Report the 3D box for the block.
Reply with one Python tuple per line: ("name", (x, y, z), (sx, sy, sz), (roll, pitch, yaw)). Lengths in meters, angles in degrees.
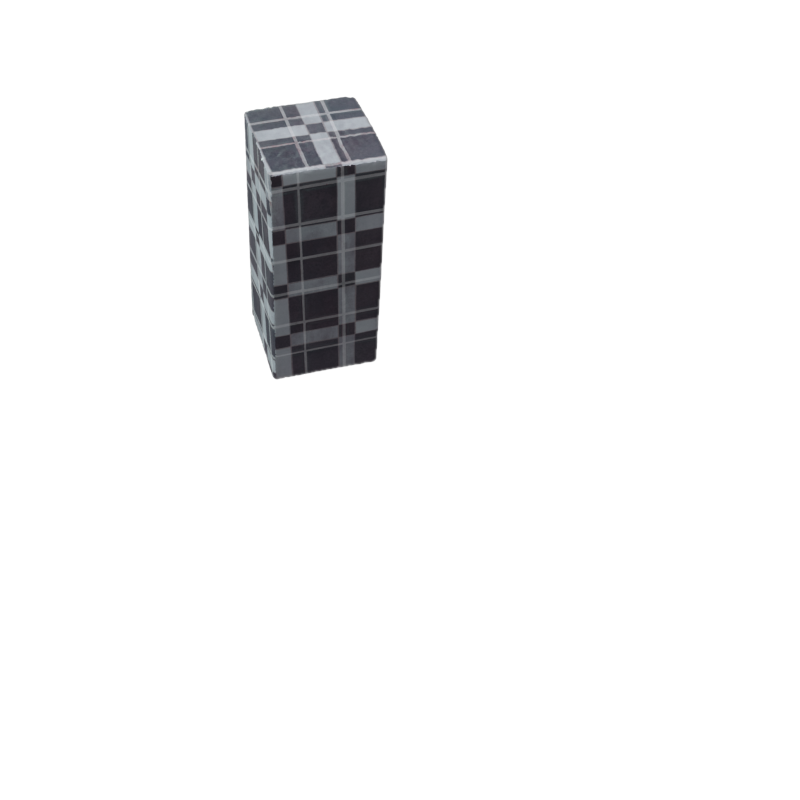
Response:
("block", (-0.069, -0.126, 0.882), (0.090, 0.192, 0.098), (-10, 45, -14))
